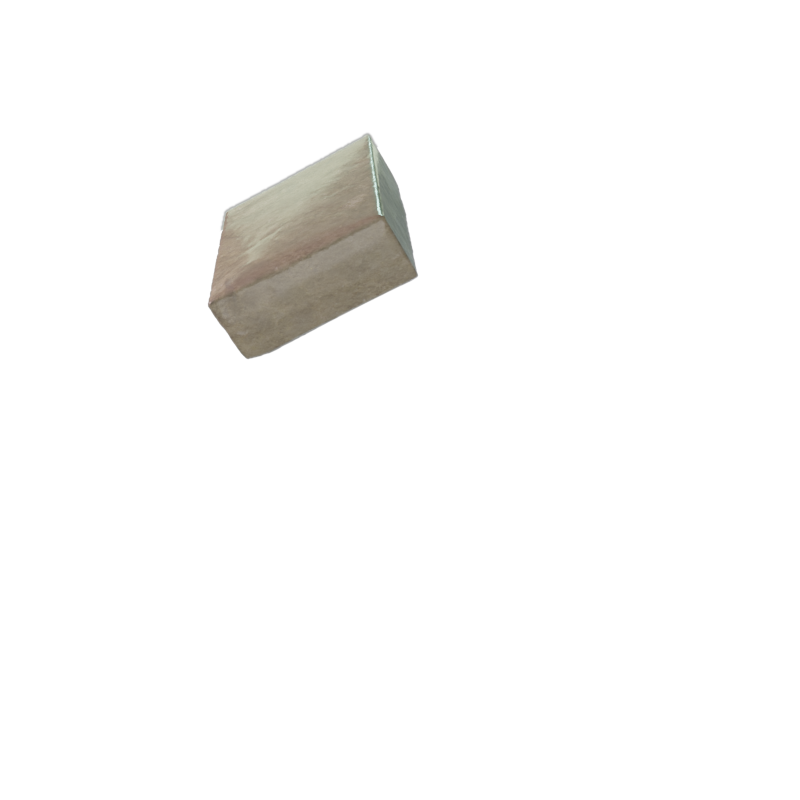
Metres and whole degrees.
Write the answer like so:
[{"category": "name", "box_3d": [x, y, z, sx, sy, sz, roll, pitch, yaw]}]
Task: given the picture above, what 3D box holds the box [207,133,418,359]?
[{"category": "box", "box_3d": [-0.077, -0.141, 0.989, 0.164, 0.068, 0.226, -26, 27, 10]}]
